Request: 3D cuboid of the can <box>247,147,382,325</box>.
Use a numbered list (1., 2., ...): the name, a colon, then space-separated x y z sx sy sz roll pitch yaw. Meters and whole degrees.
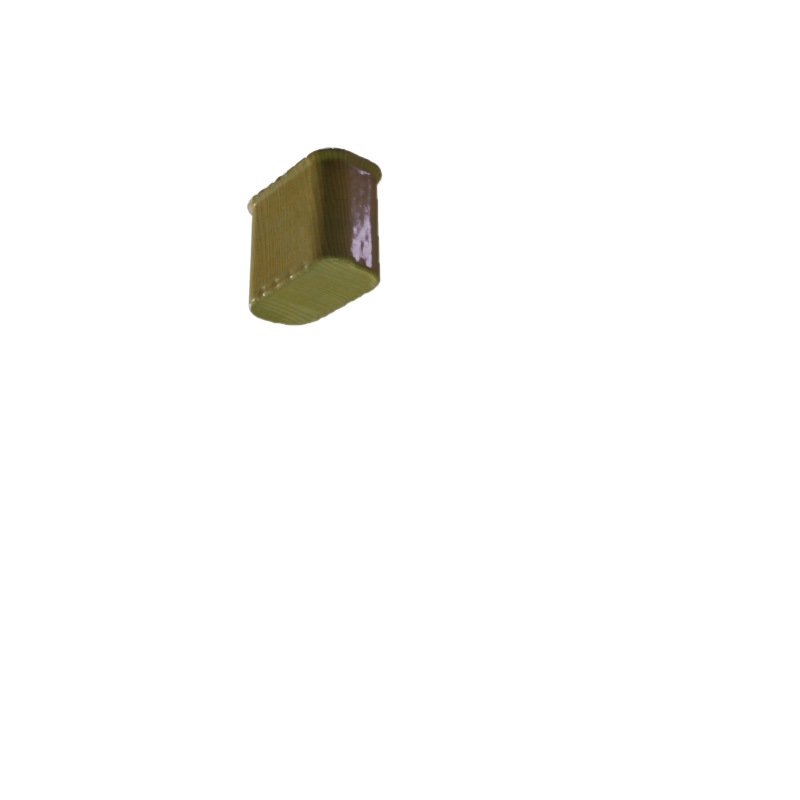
1. can: -0.058 -0.106 0.740 0.054 0.089 0.102 21 -34 -36
